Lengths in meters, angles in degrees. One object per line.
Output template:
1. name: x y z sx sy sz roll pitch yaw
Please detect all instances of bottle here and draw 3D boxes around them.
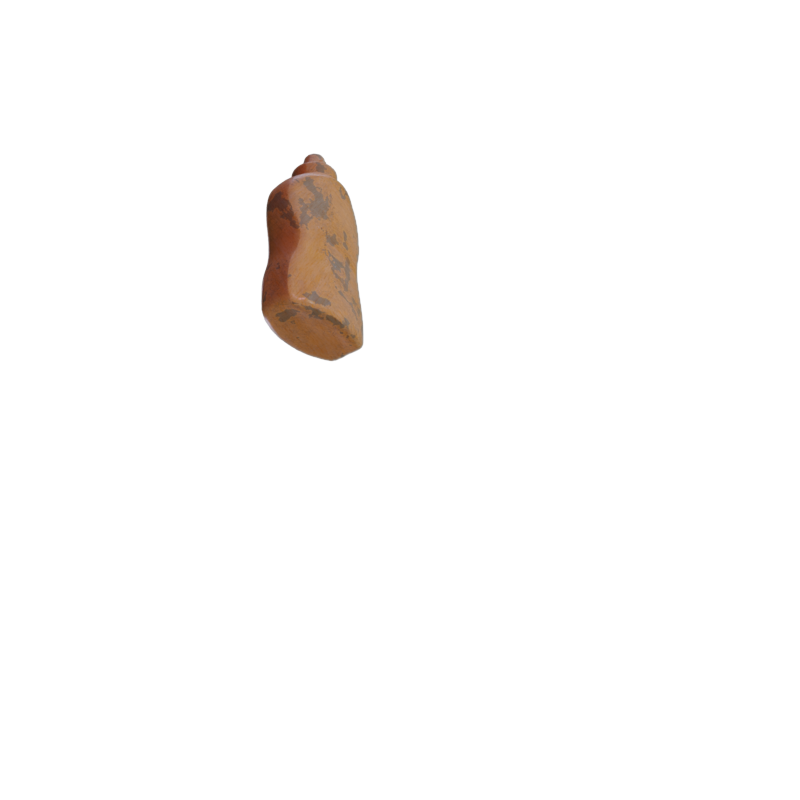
1. bottle: -0.073 -0.134 0.940 0.058 0.205 0.090 -29 -44 30
